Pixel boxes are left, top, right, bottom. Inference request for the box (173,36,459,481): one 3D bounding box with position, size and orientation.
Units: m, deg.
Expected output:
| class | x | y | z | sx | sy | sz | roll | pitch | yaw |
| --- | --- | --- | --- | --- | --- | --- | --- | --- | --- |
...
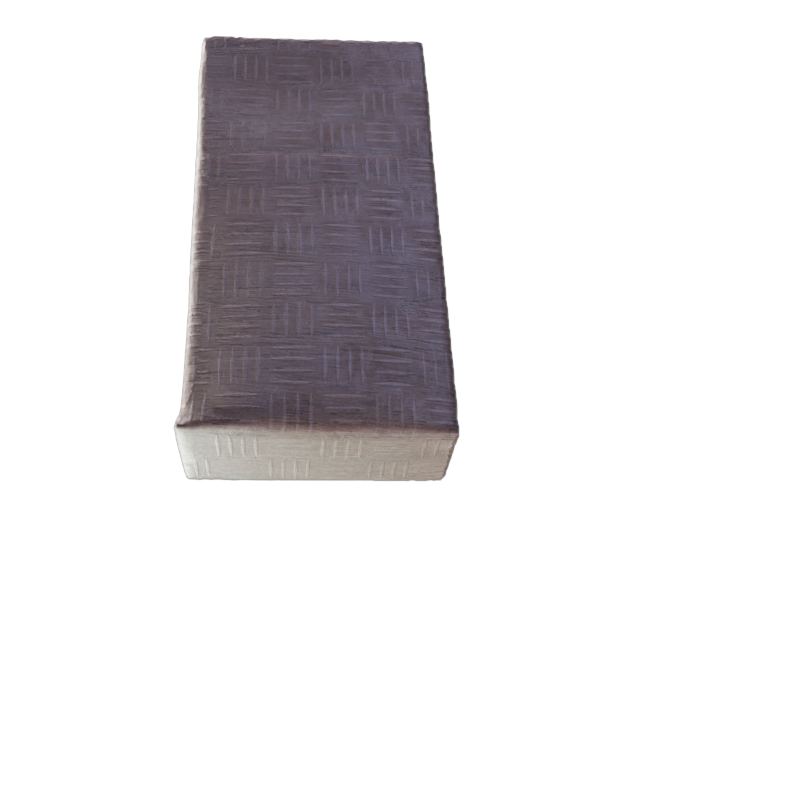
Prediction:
| class | x | y | z | sx | sy | sz | roll | pitch | yaw |
| --- | --- | --- | --- | --- | --- | --- | --- | --- | --- |
| box | -0.033 | -0.059 | 0.418 | 0.093 | 0.189 | 0.045 | 0 | -34 | -4 |
